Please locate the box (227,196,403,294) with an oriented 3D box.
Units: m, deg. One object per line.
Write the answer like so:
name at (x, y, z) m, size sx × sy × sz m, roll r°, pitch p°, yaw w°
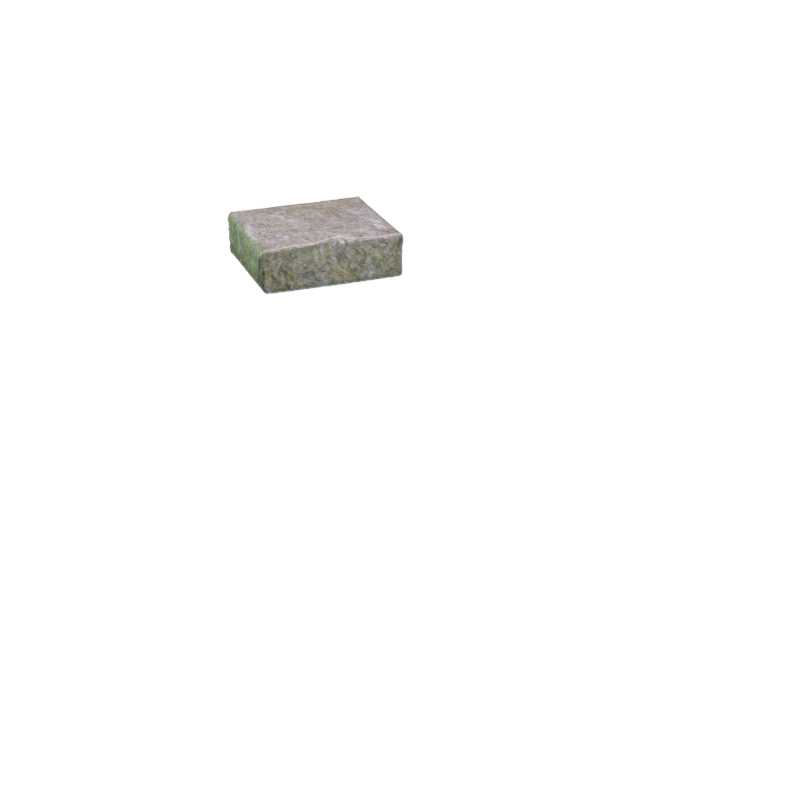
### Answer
box at (-0.053, -0.096, 0.670) m, size 0.088 × 0.029 × 0.078 m, roll -10°, pitch 29°, yaw -18°
